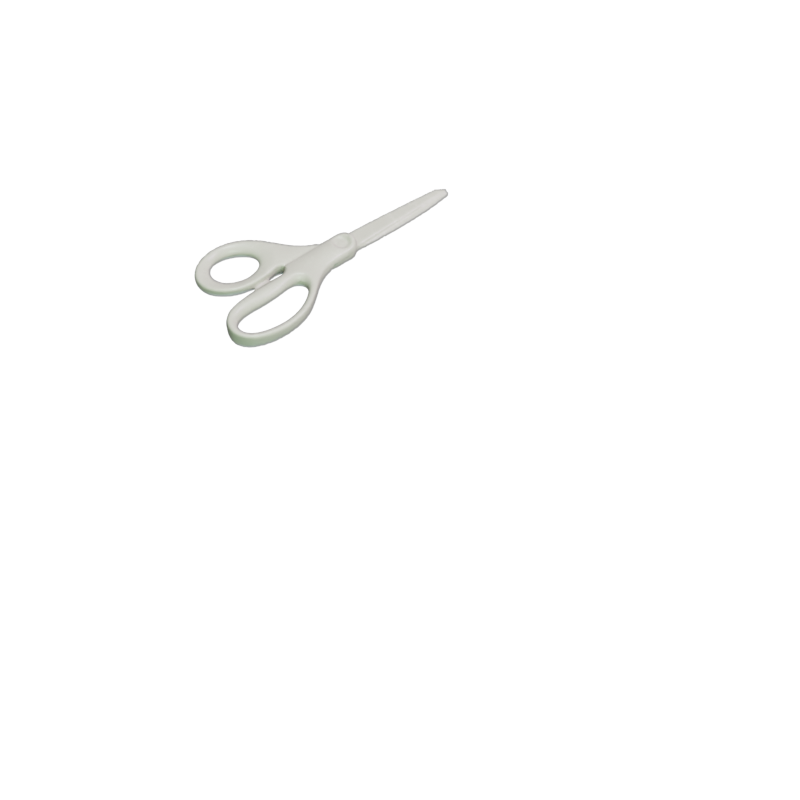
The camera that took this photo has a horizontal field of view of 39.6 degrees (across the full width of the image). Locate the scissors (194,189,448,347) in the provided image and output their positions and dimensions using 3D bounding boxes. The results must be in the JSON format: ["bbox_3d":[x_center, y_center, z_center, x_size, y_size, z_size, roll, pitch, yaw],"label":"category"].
[{"bbox_3d":[-0.061,-0.111,0.776,0.101,0.015,0.206,28,54,22],"label":"scissors"}]
